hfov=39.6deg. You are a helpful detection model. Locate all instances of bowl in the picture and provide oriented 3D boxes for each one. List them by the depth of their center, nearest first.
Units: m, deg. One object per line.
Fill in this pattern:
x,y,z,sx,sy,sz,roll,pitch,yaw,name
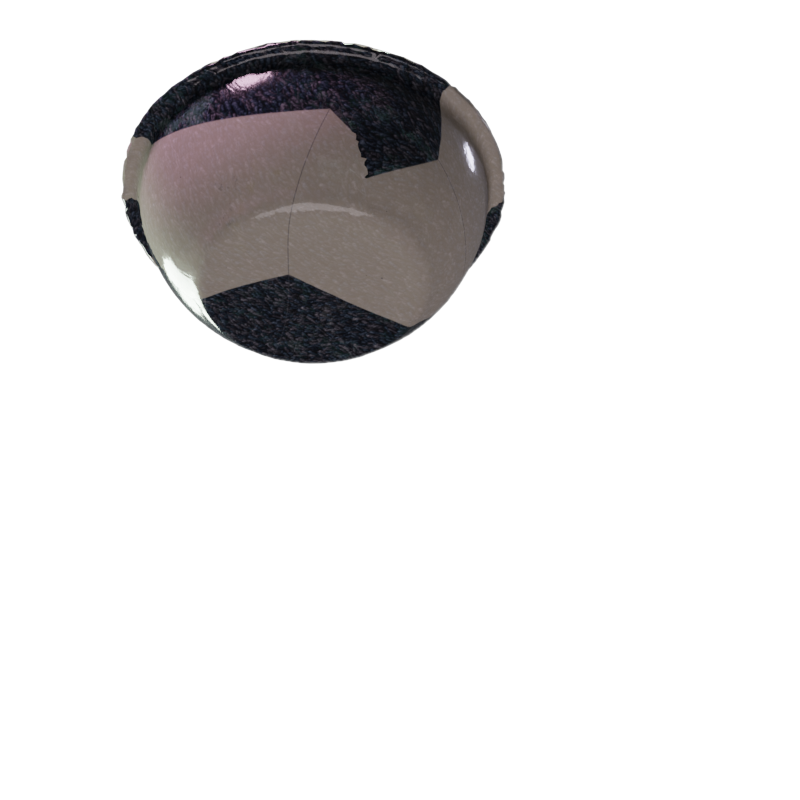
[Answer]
-0.035,-0.065,0.453,0.162,0.059,0.151,1,-42,-1,bowl
